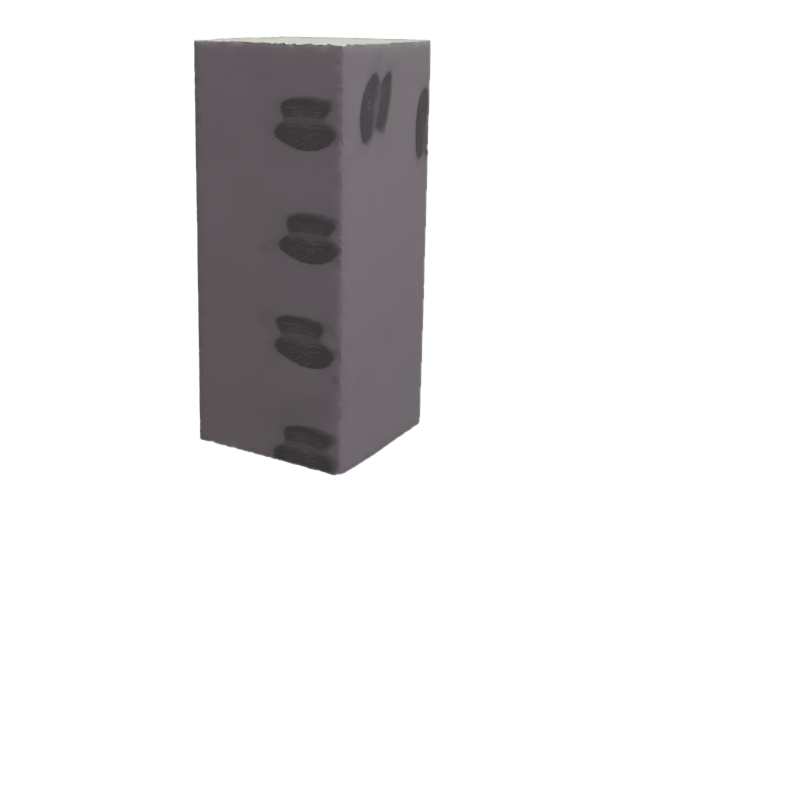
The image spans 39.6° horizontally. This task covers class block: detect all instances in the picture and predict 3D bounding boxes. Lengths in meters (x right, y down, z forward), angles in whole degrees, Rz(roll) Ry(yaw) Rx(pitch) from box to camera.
[{"bbox_3d":[-0.044,-0.082,0.572,0.095,0.200,0.089,9,15,30],"label":"block"}]
